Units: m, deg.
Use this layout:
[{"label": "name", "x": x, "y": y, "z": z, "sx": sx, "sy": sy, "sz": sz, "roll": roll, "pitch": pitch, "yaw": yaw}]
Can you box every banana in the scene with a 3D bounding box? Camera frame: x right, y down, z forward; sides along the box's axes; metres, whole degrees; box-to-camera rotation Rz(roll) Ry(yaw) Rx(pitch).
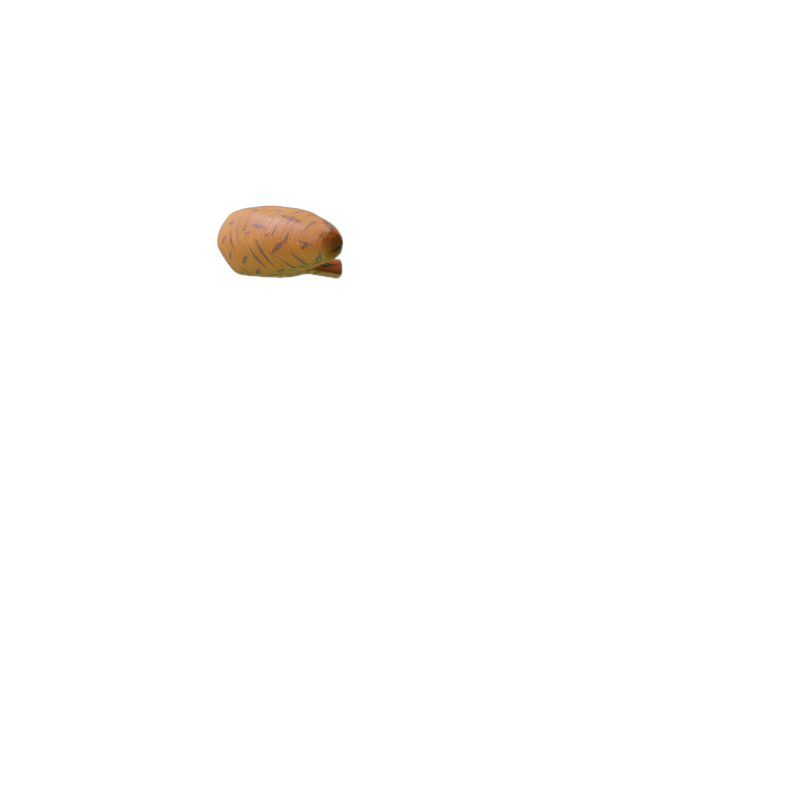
[{"label": "banana", "x": -0.065, "y": -0.085, "z": 0.599, "sx": 0.069, "sy": 0.037, "sz": 0.198, "roll": 0, "pitch": 5, "yaw": -2}]
